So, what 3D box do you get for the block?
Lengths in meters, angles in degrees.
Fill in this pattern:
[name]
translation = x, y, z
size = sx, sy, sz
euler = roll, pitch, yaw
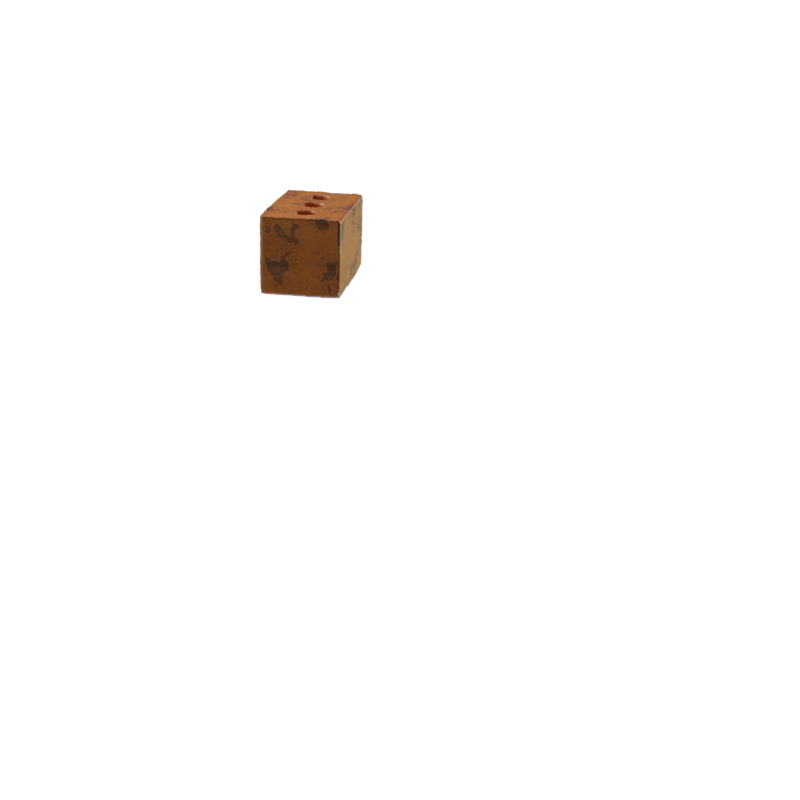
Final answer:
[block]
translation = -0.056, -0.102, 0.717
size = 0.053, 0.049, 0.080
euler = 4, 21, 8
